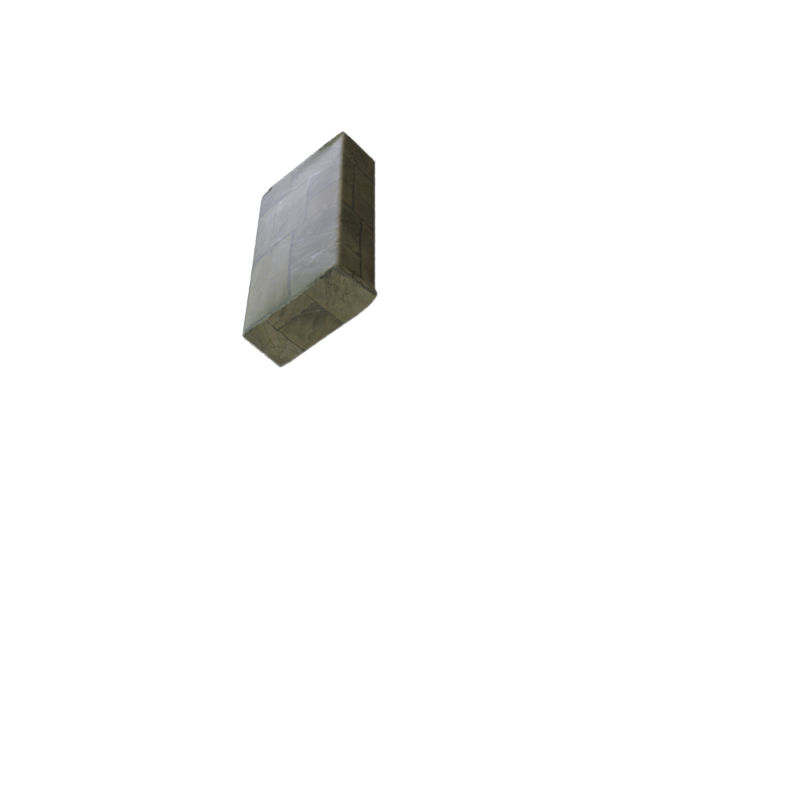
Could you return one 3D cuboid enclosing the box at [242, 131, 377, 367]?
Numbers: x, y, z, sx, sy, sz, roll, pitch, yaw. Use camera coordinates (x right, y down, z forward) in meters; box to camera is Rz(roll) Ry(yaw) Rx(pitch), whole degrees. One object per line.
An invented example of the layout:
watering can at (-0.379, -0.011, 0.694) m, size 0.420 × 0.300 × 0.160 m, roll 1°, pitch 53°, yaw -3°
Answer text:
box at (-0.063, -0.115, 0.805) m, size 0.093 × 0.189 × 0.045 m, roll -34°, pitch -55°, yaw 24°
